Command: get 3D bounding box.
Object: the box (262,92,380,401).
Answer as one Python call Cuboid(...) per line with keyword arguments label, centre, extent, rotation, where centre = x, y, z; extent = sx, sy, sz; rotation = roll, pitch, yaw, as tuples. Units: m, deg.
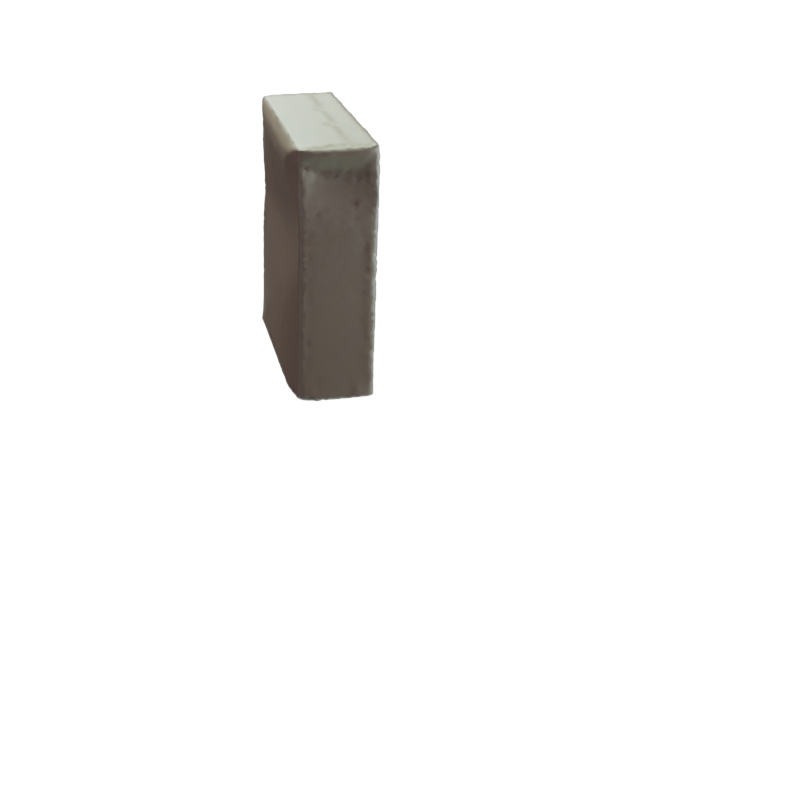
Cuboid(label="box", centre=(-0.072, -0.131, 0.919), extent=(0.071, 0.203, 0.175), rotation=(-5, 26, -14))
